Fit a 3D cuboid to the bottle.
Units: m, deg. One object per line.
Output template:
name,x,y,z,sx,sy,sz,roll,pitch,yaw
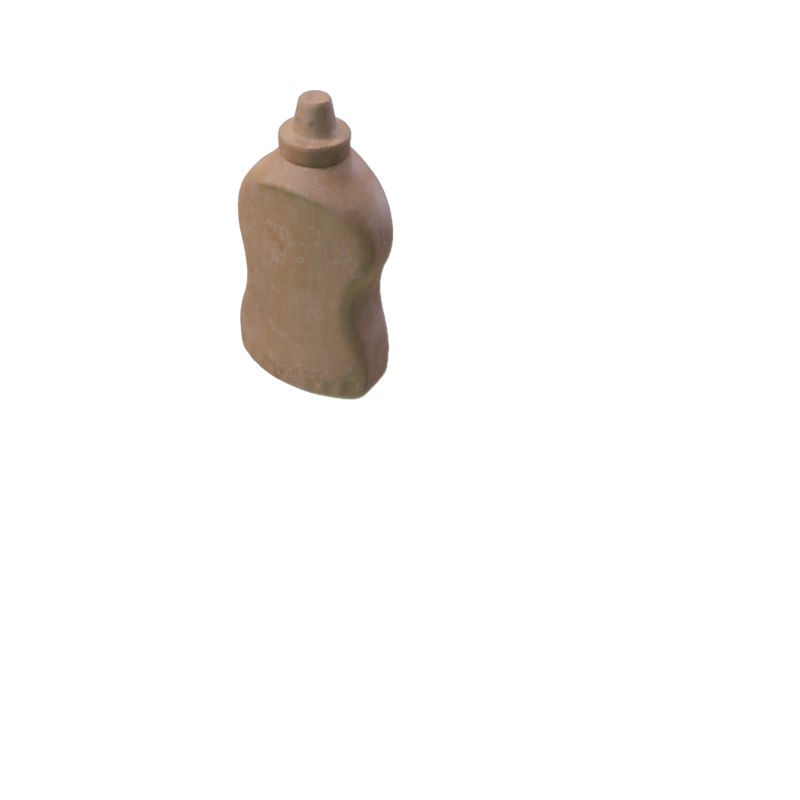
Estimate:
bottle,-0.051,-0.094,0.657,0.101,0.179,0.059,25,43,25
